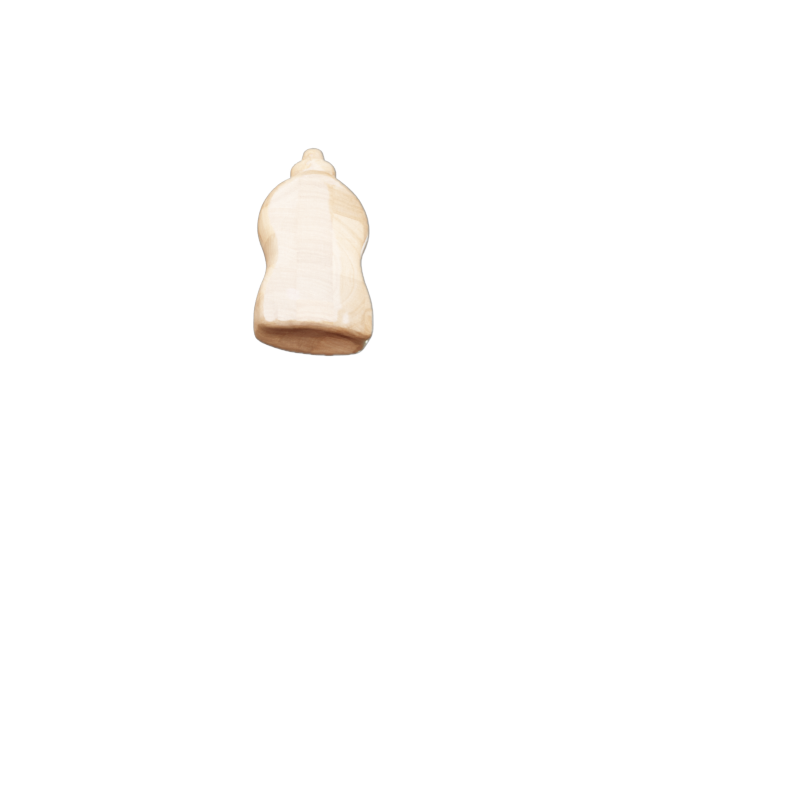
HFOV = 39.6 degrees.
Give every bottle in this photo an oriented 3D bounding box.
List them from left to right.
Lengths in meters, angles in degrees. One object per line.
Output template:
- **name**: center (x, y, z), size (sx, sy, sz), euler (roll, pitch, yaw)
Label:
- **bottle**: center (-0.074, -0.134, 0.943), size (0.094, 0.204, 0.056), euler (5, -32, -12)
